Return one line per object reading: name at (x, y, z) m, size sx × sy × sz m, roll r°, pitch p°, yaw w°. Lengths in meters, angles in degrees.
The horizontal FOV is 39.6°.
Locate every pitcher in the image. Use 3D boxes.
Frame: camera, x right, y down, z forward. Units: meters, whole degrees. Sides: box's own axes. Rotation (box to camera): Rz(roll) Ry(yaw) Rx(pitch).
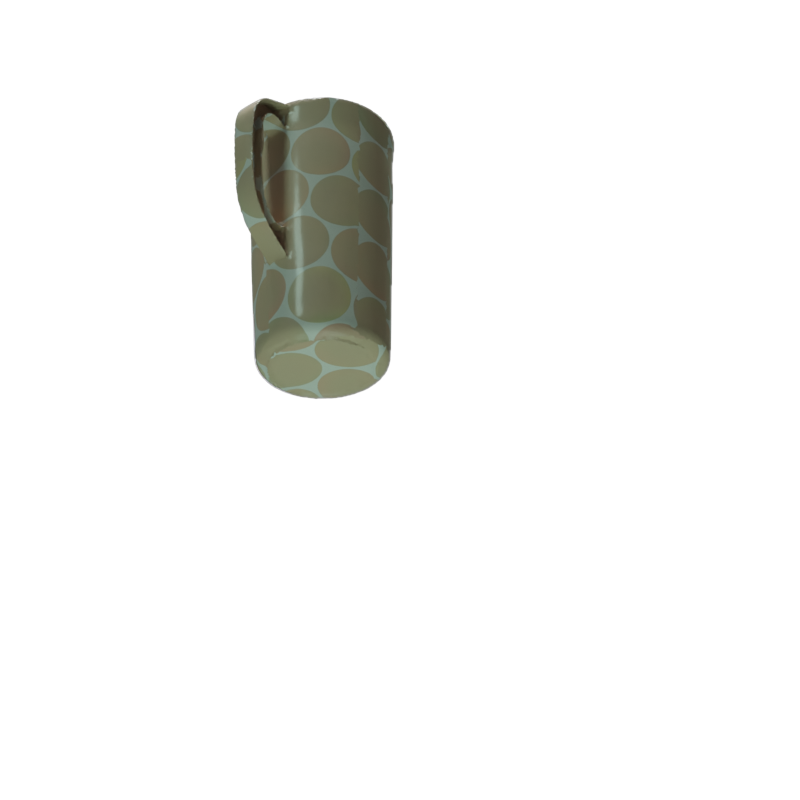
pitcher at (-0.073, -0.133, 0.934) m, size 0.147 × 0.260 × 0.137 m, roll 4°, pitch -36°, yaw -9°
